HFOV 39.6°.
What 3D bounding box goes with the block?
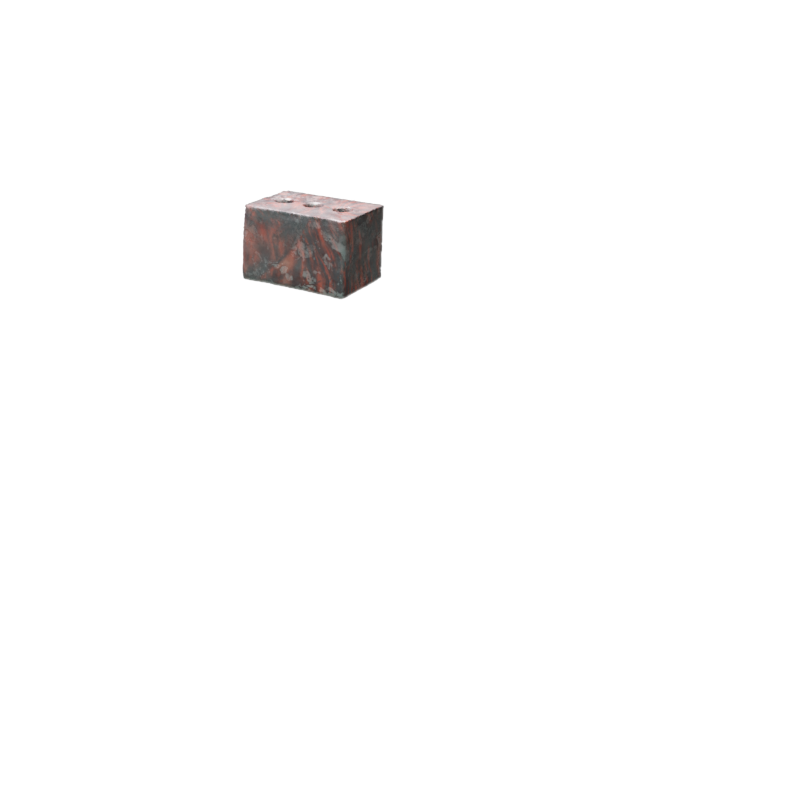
[{"bbox_3d":[-0.056,-0.103,0.721,0.081,0.049,0.053,13,24,28],"label":"block"}]
